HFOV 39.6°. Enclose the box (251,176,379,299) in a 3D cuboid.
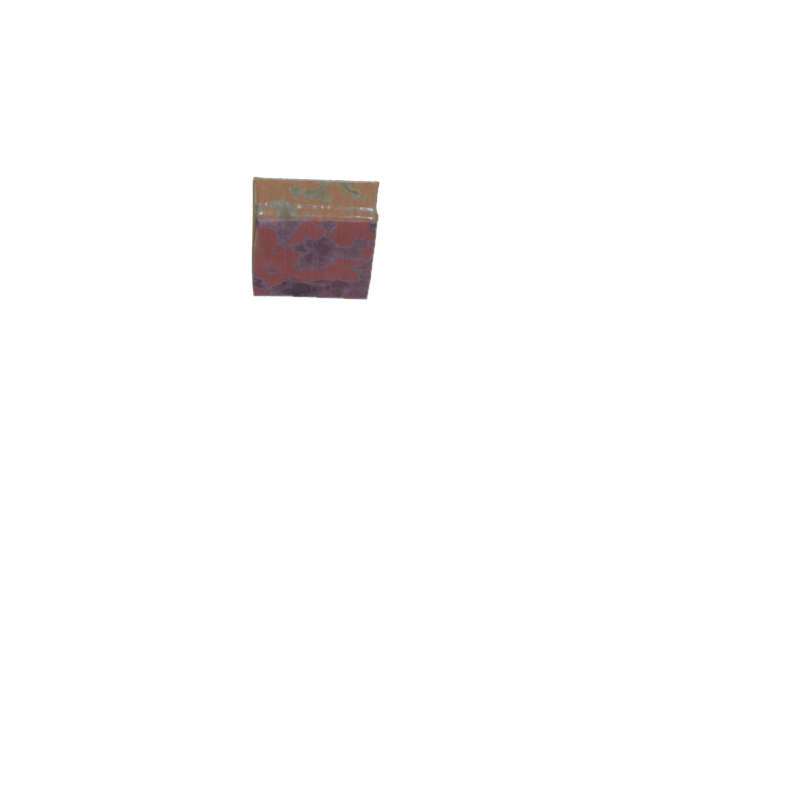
[{"bbox_3d":[-0.064,-0.116,0.811,0.089,0.041,0.107,2,-26,-4],"label":"box"}]
